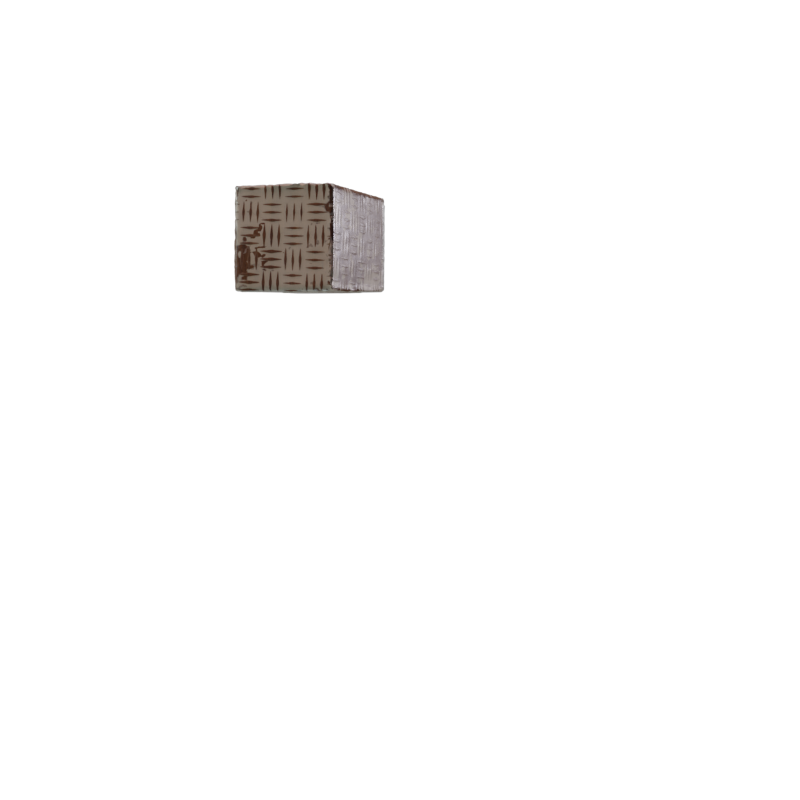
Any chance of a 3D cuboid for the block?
[{"bbox_3d":[-0.044,-0.080,0.557,0.054,0.051,0.076,0,2,19],"label":"block"}]
